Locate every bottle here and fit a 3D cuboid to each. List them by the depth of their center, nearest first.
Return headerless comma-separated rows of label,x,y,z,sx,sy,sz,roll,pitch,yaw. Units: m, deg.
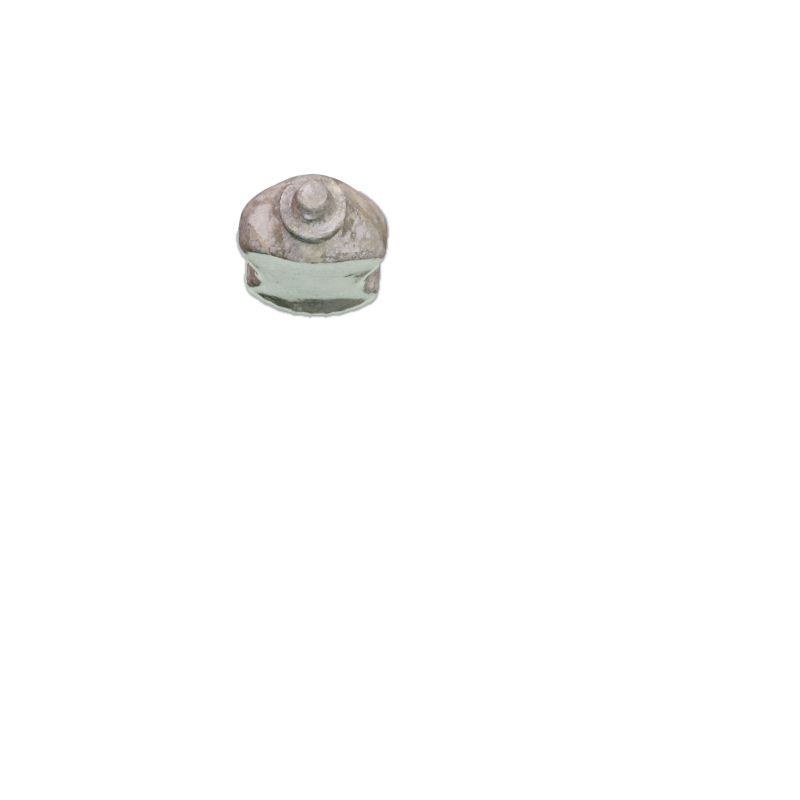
bottle,-0.057,-0.103,0.727,0.096,0.060,0.186,6,-11,-2
